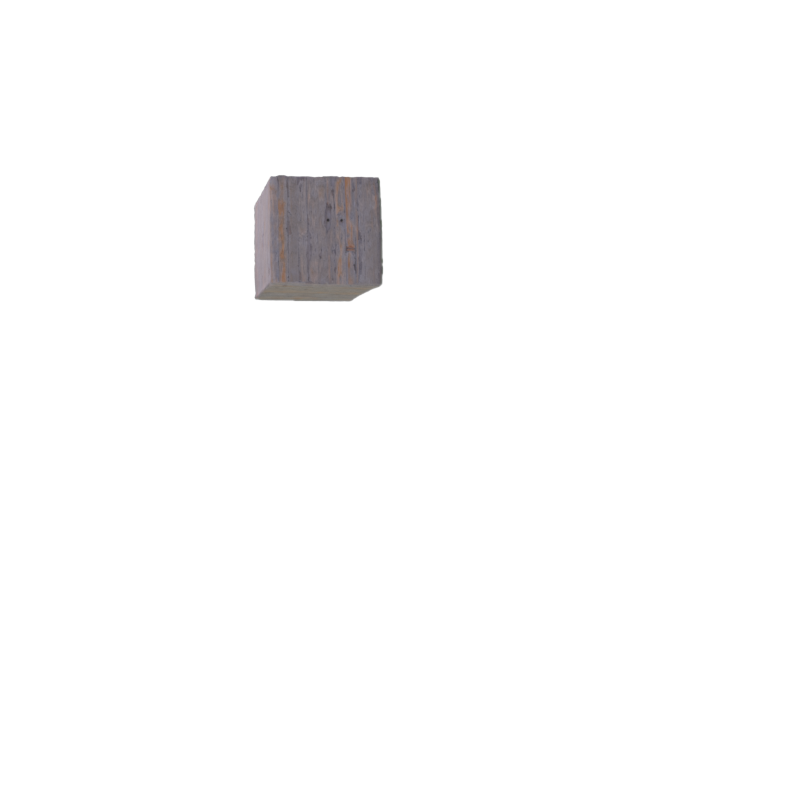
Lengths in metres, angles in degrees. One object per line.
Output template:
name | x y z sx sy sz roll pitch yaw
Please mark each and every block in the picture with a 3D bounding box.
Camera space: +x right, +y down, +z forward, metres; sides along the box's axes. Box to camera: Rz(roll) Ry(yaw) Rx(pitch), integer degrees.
block | -0.042 -0.077 0.538 0.052 0.052 0.078 1 -3 -13
